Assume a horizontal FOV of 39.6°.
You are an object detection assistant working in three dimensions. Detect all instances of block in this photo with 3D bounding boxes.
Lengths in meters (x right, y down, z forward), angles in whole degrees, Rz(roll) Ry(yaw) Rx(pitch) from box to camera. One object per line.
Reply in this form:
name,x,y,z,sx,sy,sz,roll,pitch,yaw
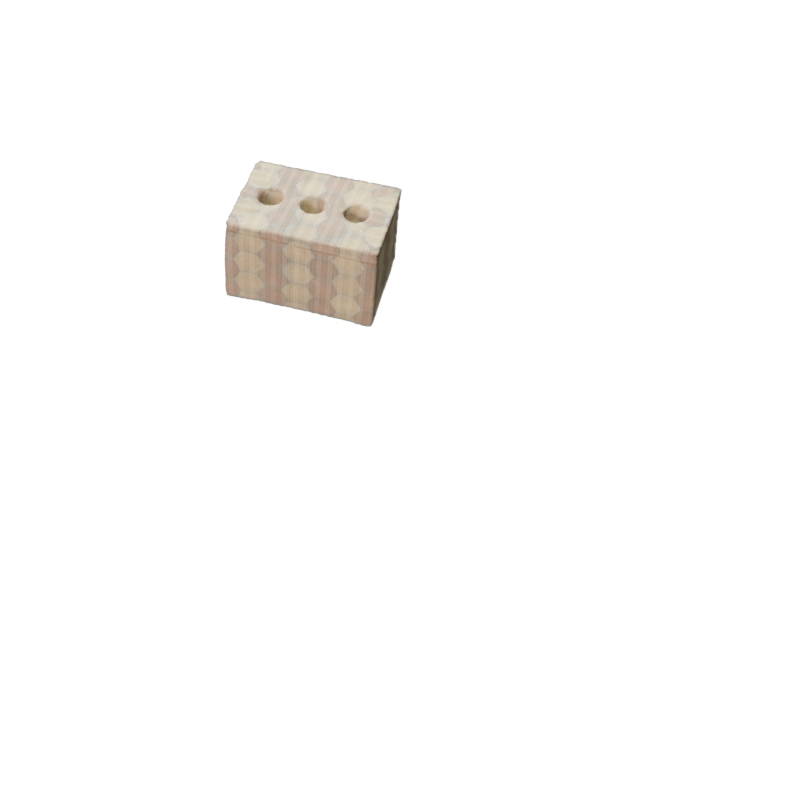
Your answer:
block,-0.044,-0.079,0.556,0.079,0.055,0.048,12,-42,10
